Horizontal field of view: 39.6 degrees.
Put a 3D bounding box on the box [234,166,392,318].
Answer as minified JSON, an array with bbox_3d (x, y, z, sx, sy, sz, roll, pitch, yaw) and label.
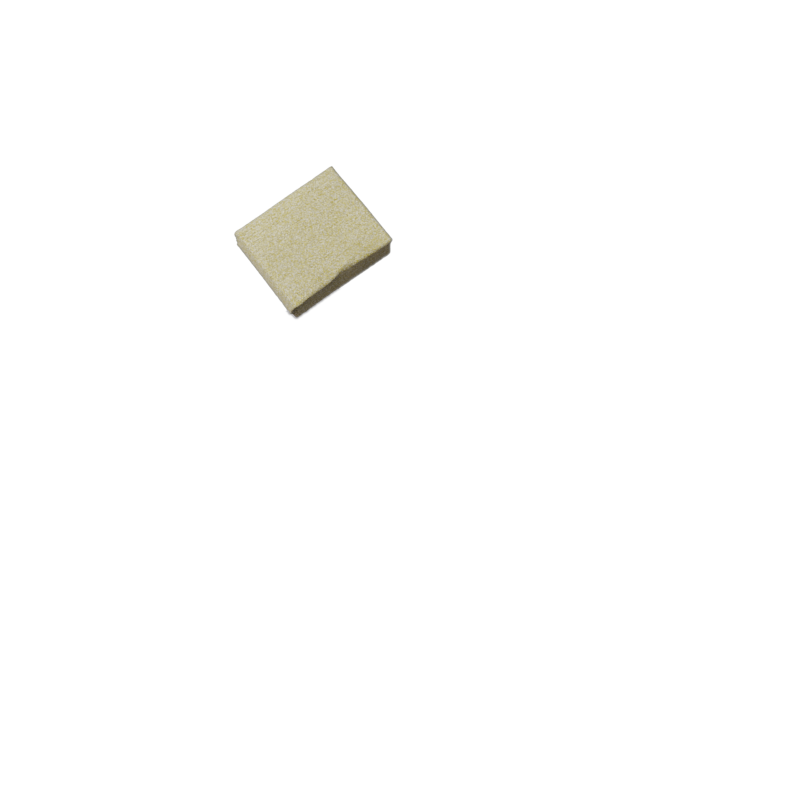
[{"bbox_3d":[-0.062,-0.113,0.793,0.089,0.076,0.029,-35,-17,-13],"label":"box"}]
